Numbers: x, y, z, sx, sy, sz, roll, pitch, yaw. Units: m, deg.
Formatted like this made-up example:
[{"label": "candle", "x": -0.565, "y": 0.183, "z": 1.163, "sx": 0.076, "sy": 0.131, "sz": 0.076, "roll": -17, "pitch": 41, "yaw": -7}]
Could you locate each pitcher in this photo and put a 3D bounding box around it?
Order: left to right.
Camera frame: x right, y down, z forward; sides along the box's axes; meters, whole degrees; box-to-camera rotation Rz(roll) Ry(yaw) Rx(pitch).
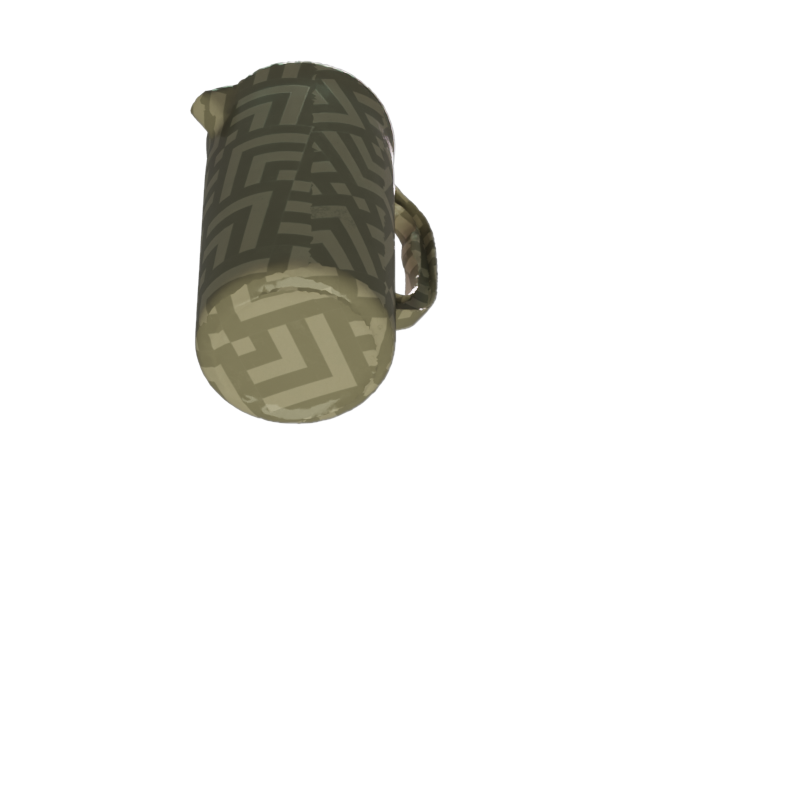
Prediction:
[{"label": "pitcher", "x": -0.054, "y": -0.098, "z": 0.688, "sx": 0.150, "sy": 0.135, "sz": 0.260, "roll": -9, "pitch": 38, "yaw": 4}]
